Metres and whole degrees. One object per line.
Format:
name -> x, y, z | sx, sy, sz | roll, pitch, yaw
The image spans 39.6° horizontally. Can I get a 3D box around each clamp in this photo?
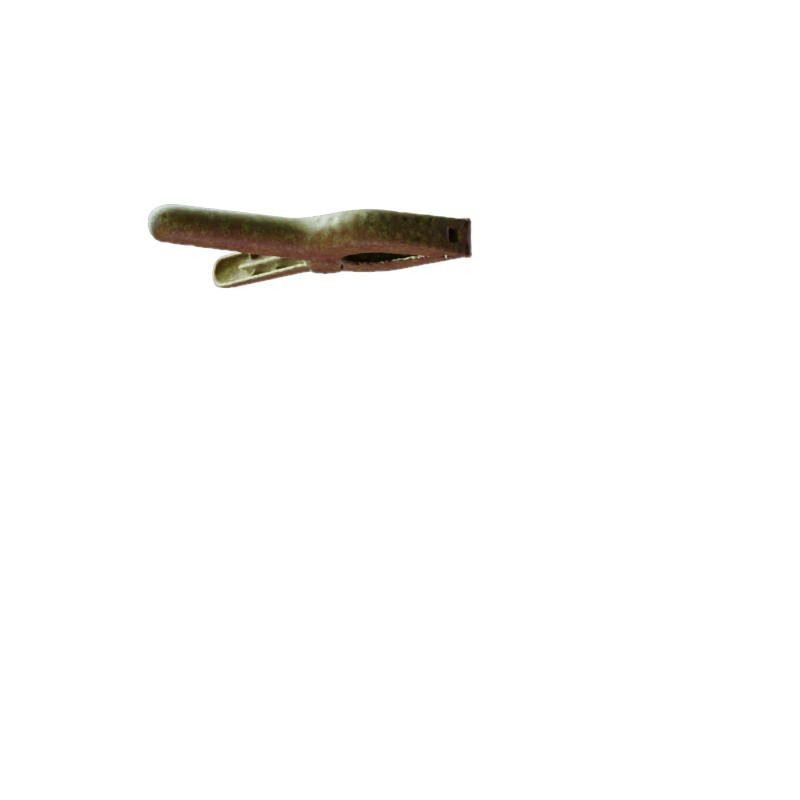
clamp -> -0.059, -0.108, 0.757 | 0.214, 0.037, 0.158 | -2, -6, 16
